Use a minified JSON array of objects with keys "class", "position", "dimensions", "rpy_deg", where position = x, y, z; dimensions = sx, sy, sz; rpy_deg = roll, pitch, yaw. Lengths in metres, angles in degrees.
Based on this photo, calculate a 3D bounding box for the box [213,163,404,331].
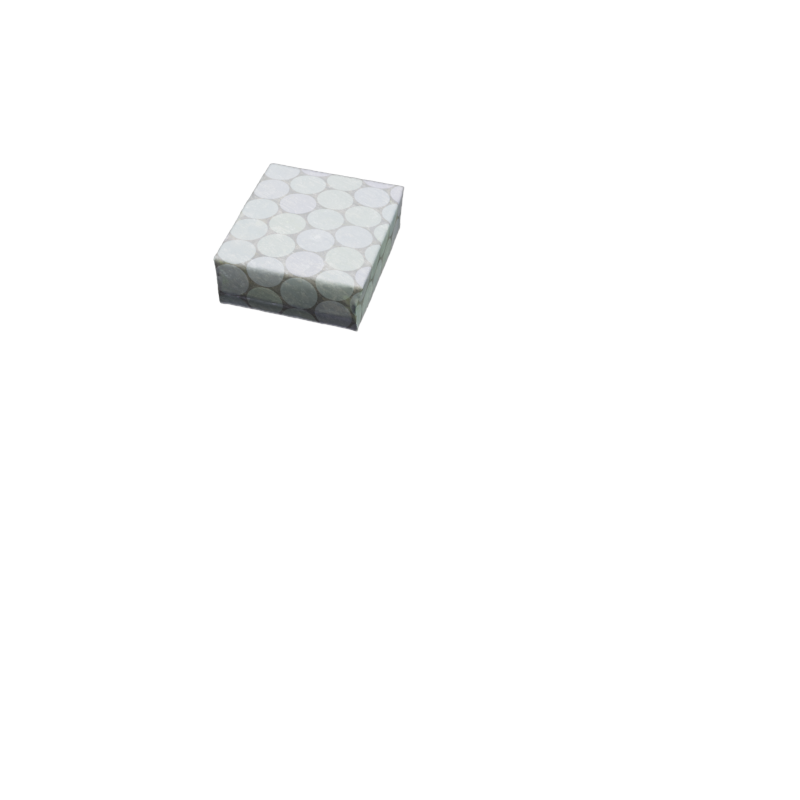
[{"class":"box","position":[-0.053,-0.097,0.678],"dimensions":[0.092,0.036,0.119],"rpy_deg":[10,43,10]}]
